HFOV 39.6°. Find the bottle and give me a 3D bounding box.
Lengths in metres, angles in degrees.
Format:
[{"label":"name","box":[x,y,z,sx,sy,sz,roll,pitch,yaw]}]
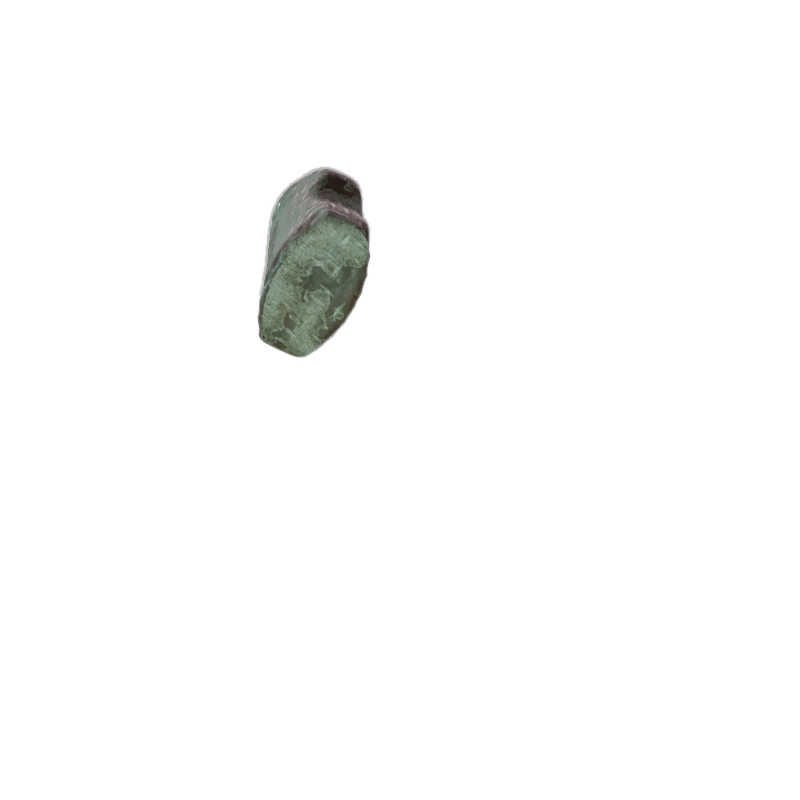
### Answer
[{"label":"bottle","box":[-0.061,-0.110,0.769,0.057,0.093,0.202,23,21,-14]}]
